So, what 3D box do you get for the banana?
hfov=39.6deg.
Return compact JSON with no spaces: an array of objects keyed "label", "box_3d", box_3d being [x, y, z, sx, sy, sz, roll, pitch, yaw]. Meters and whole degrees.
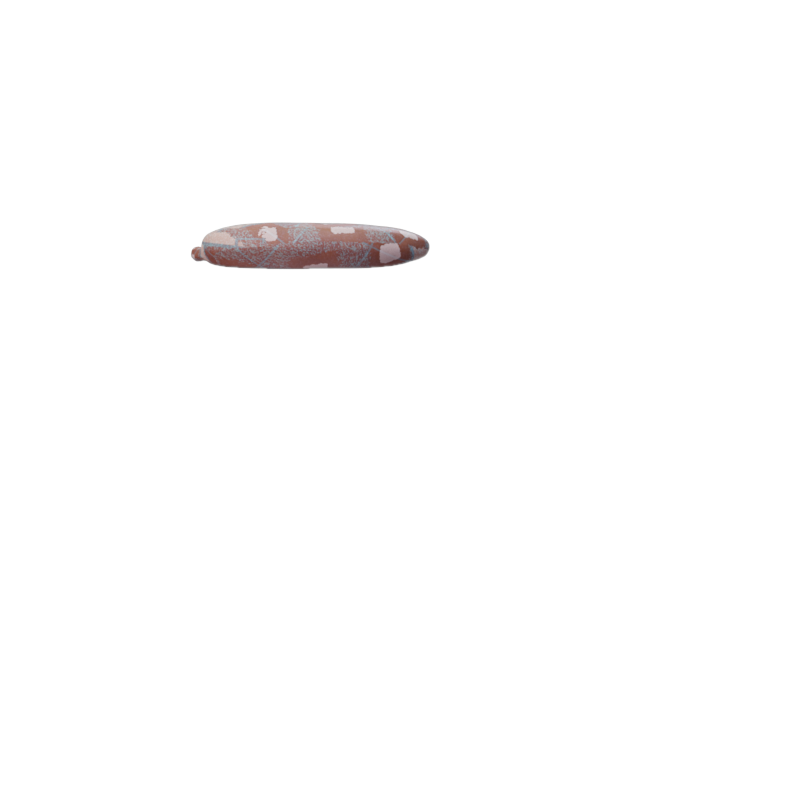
[{"label":"banana","box_3d":[-0.075,-0.125,0.890,0.198,0.036,0.071,1,12,3]}]
